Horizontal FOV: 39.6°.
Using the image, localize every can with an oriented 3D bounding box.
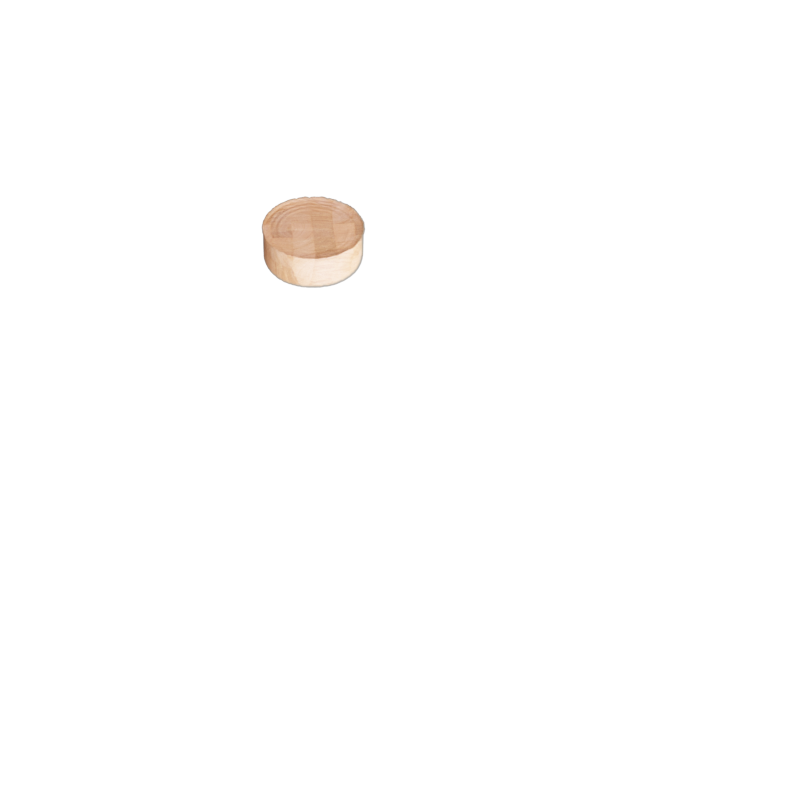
[{"bbox_3d":[-0.073,-0.133,0.932,0.086,0.031,0.092,-1,43,-2],"label":"can"}]
